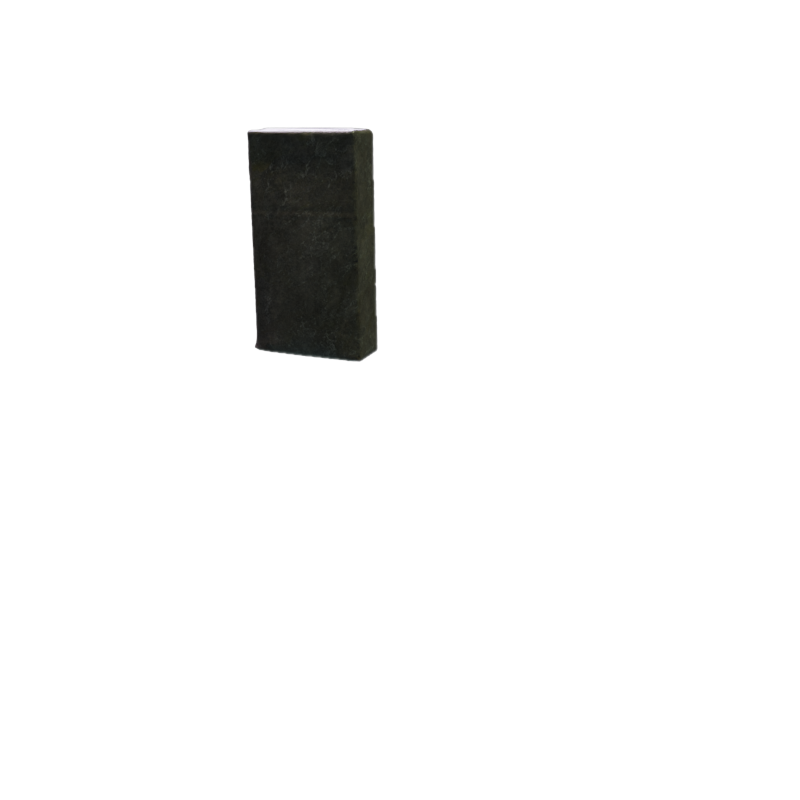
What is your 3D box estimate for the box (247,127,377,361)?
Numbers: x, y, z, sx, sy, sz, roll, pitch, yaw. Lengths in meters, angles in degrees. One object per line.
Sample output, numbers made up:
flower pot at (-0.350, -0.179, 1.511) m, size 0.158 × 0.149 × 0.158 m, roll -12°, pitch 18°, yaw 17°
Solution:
box at (-0.067, -0.123, 0.862) m, size 0.096 × 0.173 × 0.047 m, roll 5°, pitch 9°, yaw 24°
